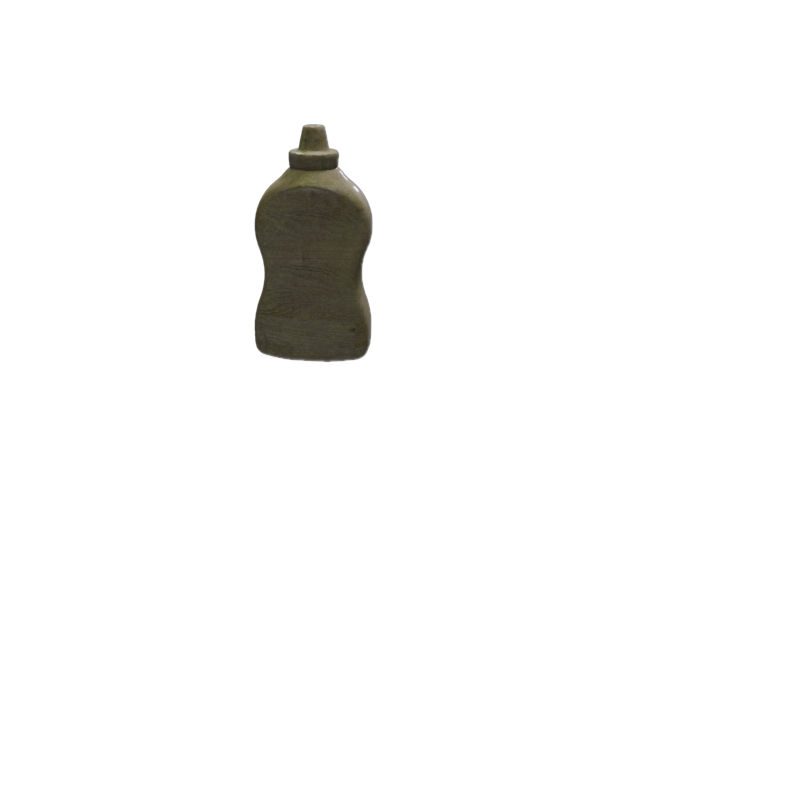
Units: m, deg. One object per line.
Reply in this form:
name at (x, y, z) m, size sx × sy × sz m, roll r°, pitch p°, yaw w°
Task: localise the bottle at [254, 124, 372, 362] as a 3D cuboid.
bottle at (-0.071, -0.130, 0.911) m, size 0.097 × 0.185 × 0.059 m, roll 4°, pitch 15°, yaw 10°
